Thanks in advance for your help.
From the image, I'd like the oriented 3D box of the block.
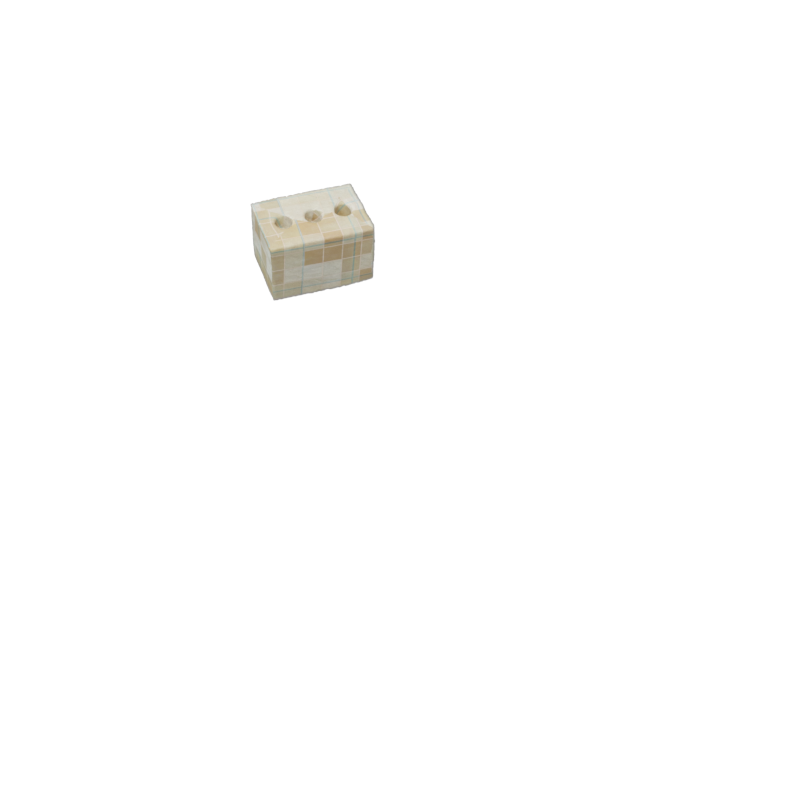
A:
[{"bbox_3d":[-0.062,-0.113,0.791,0.077,0.048,0.057,-14,48,-14],"label":"block"}]
